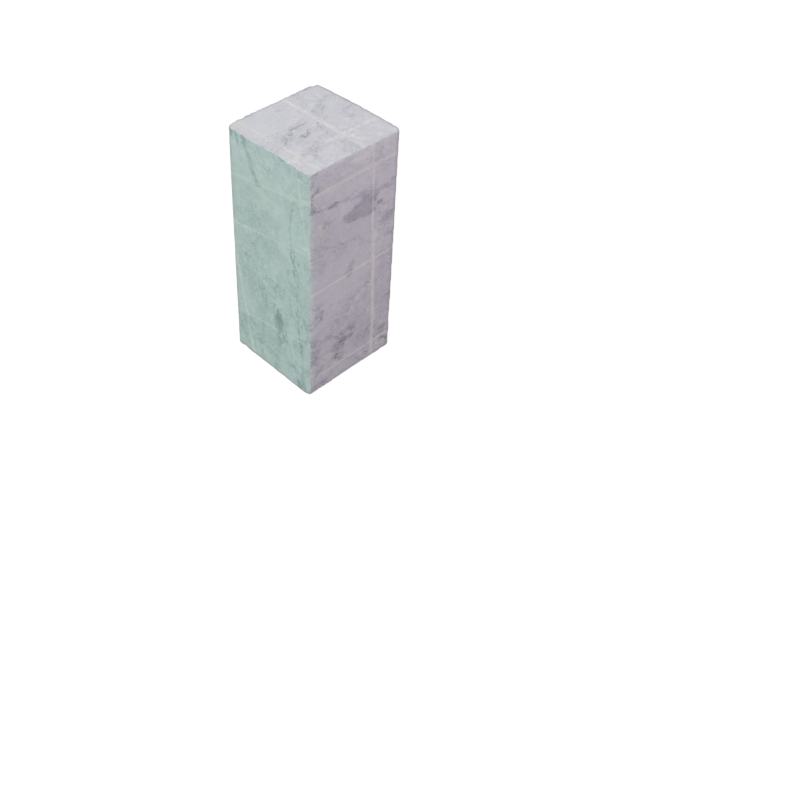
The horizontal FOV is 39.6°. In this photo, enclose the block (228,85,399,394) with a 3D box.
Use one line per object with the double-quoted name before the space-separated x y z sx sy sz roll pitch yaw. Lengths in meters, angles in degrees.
"block" -0.067 -0.121 0.846 0.091 0.192 0.096 -32 52 -33
